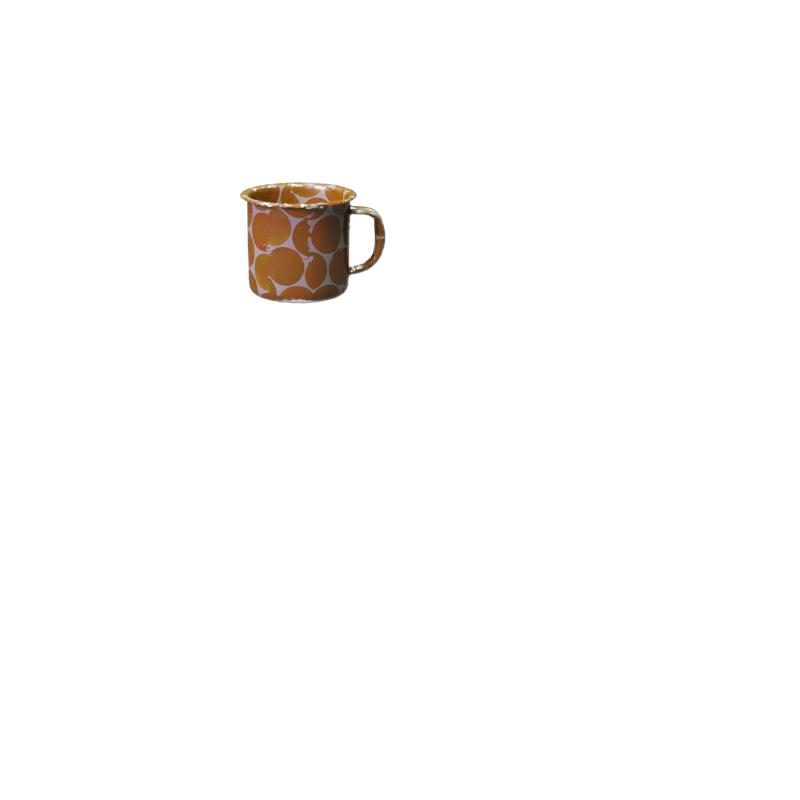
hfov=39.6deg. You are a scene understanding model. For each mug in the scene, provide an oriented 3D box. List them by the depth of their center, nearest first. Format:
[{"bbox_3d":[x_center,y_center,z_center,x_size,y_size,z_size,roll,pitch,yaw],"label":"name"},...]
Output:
[{"bbox_3d":[-0.070,-0.128,0.894,0.116,0.079,0.098,-3,19,-11],"label":"mug"}]
